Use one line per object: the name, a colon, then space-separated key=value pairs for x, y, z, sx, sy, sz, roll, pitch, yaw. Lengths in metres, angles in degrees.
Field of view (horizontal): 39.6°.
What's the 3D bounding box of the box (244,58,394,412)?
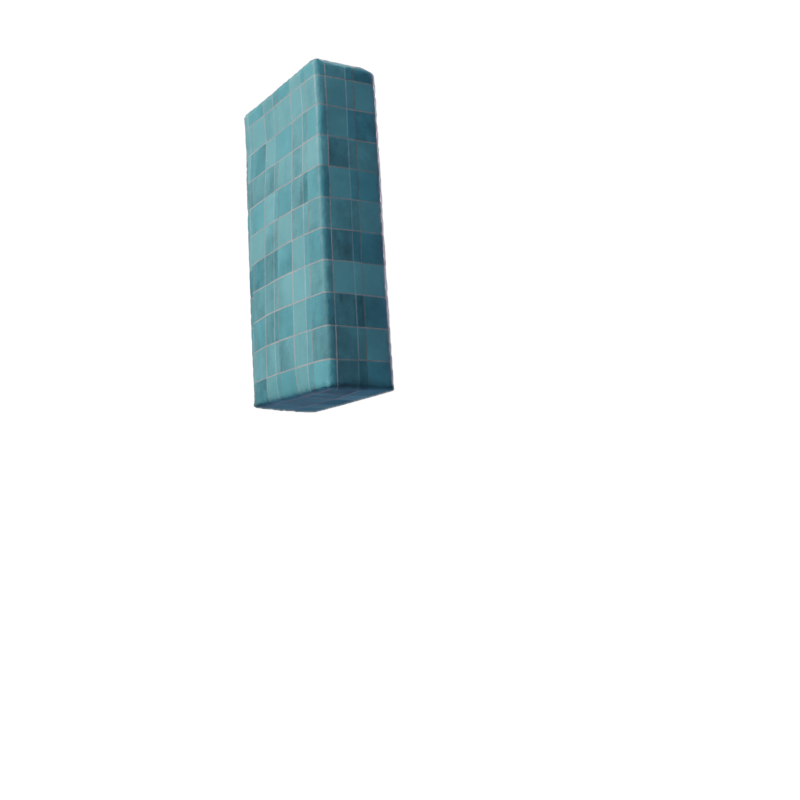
box: x=-0.047 y=-0.087 z=0.607 sx=0.046 sy=0.183 sz=0.094 roll=8 pitch=-16 yaw=-30
